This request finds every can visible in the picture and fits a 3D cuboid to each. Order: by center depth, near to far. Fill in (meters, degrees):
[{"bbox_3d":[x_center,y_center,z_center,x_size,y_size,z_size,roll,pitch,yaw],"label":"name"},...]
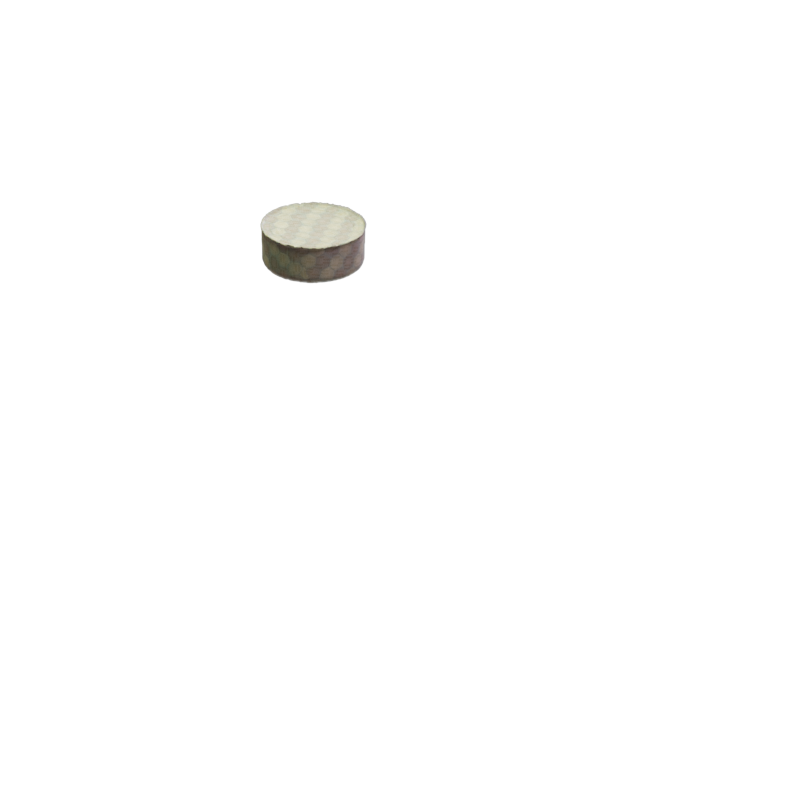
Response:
[{"bbox_3d":[-0.071,-0.129,0.905,0.086,0.032,0.091,-1,32,-2],"label":"can"}]
